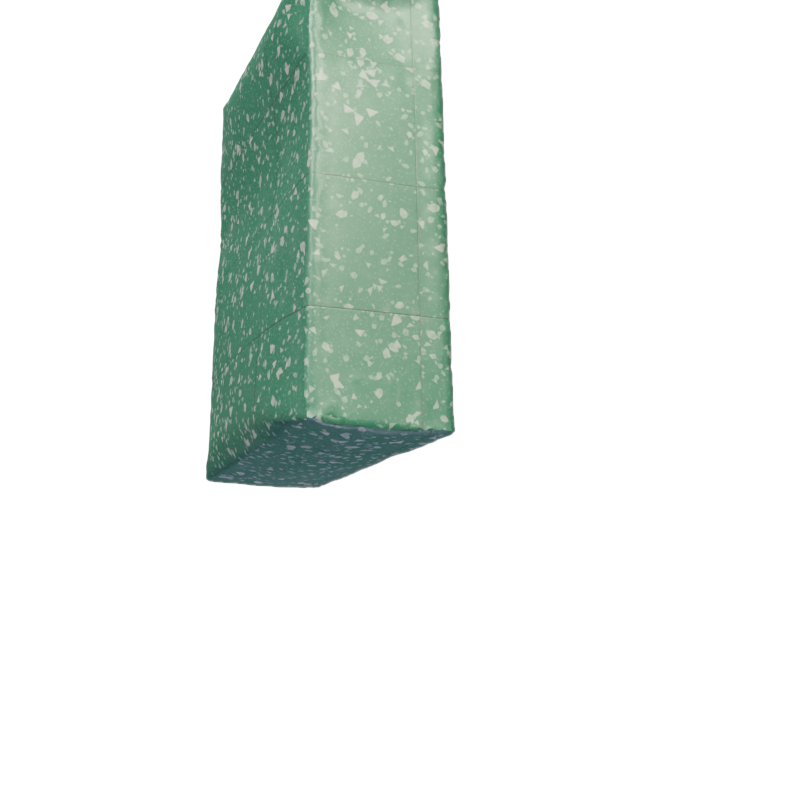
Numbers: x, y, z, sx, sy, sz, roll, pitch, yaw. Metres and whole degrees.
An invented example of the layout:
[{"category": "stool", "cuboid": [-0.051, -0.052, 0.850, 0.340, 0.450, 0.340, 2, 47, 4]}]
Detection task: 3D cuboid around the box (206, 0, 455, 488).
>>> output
[{"category": "box", "cuboid": [-0.042, -0.076, 0.533, 0.070, 0.223, 0.162, 6, -18, -22]}]
